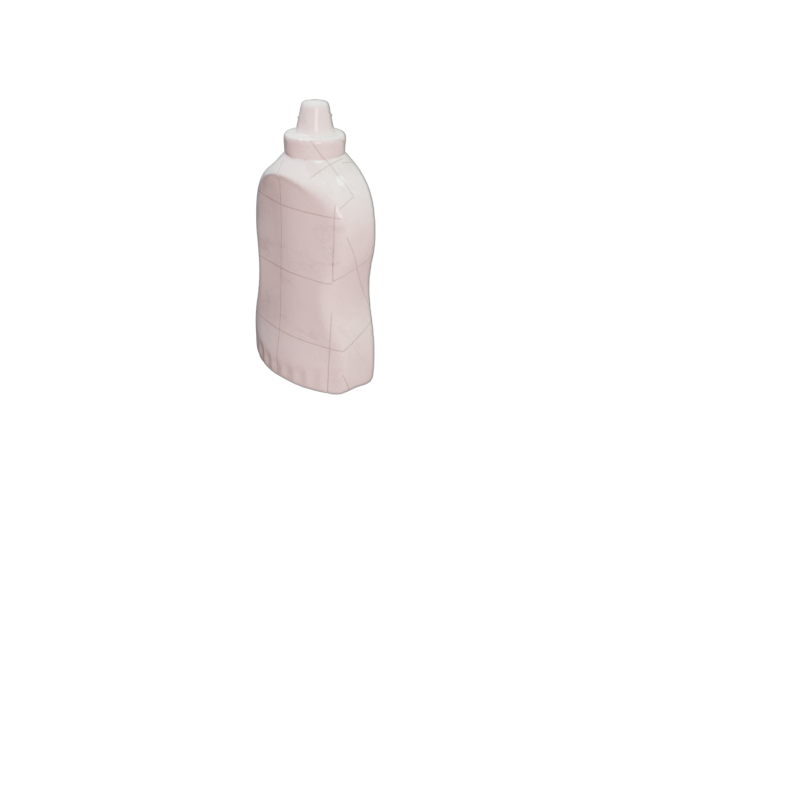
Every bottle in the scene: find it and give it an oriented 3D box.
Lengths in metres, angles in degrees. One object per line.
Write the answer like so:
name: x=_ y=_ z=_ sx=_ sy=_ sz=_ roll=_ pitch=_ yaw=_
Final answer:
bottle: x=-0.058 y=-0.107 z=0.748 sx=0.057 sy=0.183 sz=0.102 roll=-16 pitch=27 yaw=-38
